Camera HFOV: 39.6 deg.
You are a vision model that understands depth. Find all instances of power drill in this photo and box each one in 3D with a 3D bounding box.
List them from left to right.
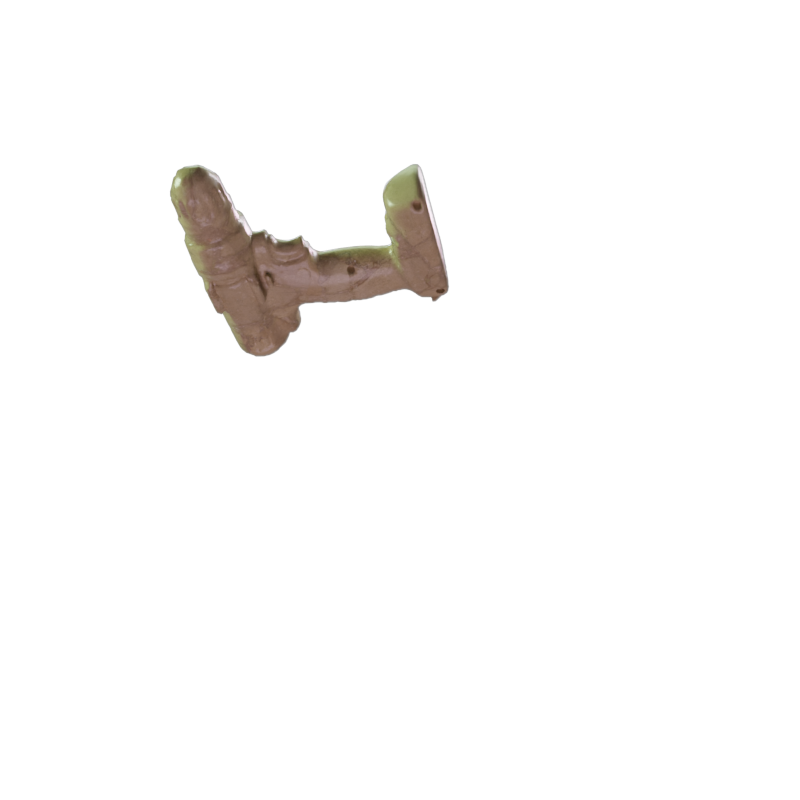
[{"bbox_3d":[-0.066,-0.121,0.847,0.189,0.062,0.170,-11,-45,11],"label":"power drill"}]
